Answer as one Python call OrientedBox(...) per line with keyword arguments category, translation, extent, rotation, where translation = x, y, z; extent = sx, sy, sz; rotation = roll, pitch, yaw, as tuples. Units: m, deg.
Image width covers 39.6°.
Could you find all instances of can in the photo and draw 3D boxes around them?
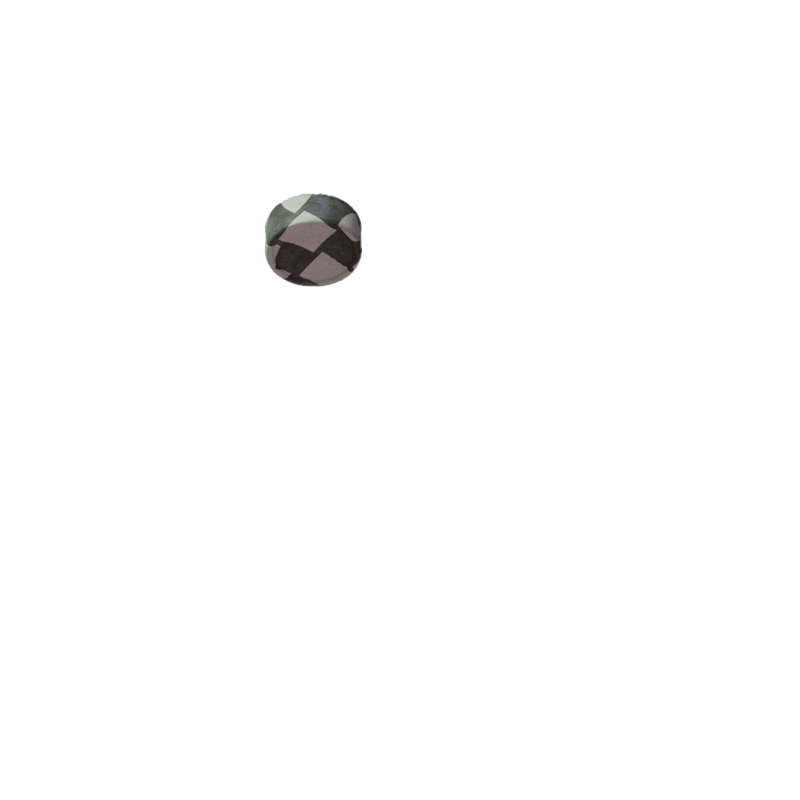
OrientedBox(category="can", translation=(-0.076, -0.139, 0.970), extent=(0.086, 0.036, 0.080), rotation=(1, -41, -1))
